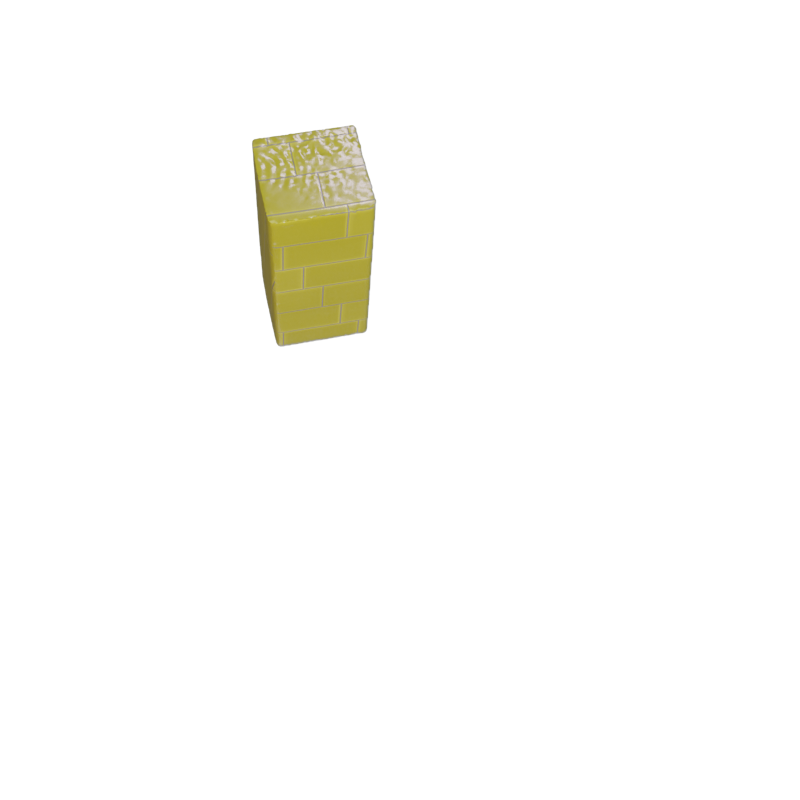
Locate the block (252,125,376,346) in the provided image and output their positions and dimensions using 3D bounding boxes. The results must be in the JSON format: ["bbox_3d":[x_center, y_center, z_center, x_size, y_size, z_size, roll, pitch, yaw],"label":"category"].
[{"bbox_3d":[-0.077,-0.141,0.988,0.090,0.096,0.194,-9,-28,-9],"label":"block"}]
